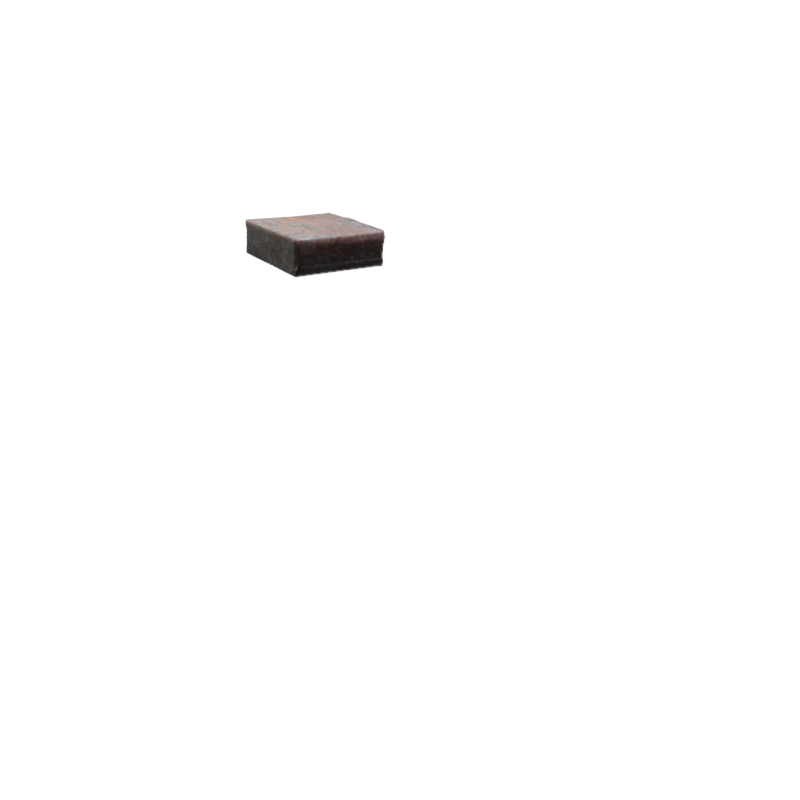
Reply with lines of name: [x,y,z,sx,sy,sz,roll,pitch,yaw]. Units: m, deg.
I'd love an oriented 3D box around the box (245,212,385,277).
box: [-0.064,-0.118,0.823,0.071,0.029,0.095,-9,20,-28]
